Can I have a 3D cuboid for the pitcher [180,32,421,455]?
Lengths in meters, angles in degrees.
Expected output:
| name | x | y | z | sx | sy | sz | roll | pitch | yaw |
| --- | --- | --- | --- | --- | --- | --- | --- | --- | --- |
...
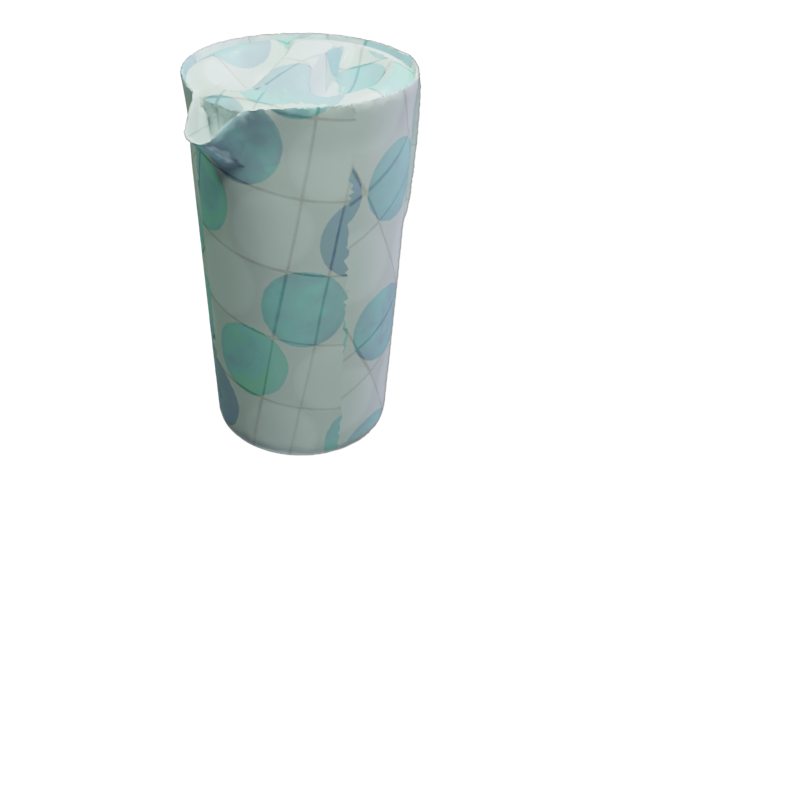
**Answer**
| name | x | y | z | sx | sy | sz | roll | pitch | yaw |
| --- | --- | --- | --- | --- | --- | --- | --- | --- | --- |
| pitcher | -0.053 | -0.097 | 0.677 | 0.148 | 0.229 | 0.155 | -3 | 31 | -8 |
